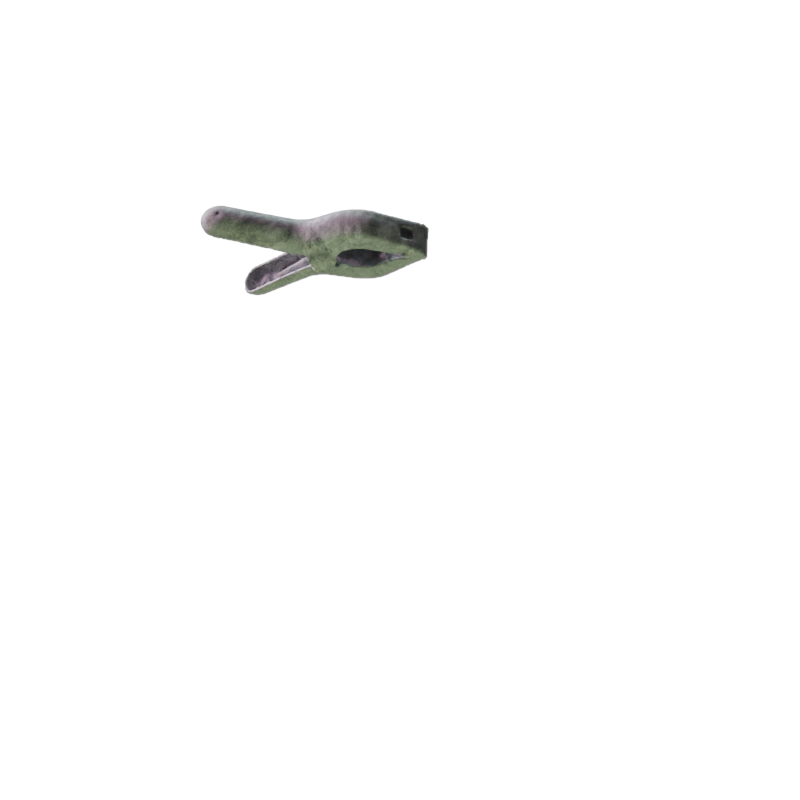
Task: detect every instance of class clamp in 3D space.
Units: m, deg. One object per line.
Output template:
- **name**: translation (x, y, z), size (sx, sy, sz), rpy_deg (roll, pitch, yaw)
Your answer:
- **clamp**: translation (-0.067, -0.123, 0.862), size (0.175, 0.041, 0.112), rpy_deg (-7, -19, 21)
